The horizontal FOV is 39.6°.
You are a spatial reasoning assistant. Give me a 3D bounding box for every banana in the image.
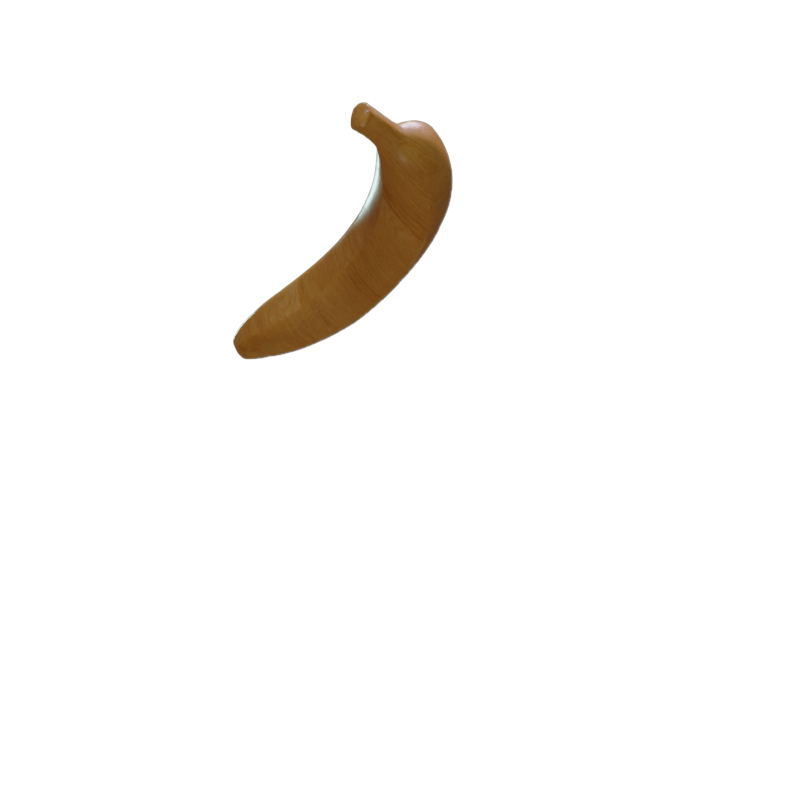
[{"bbox_3d":[-0.023,-0.075,0.535,0.068,0.039,0.190,12,-36,-18],"label":"banana"}]
